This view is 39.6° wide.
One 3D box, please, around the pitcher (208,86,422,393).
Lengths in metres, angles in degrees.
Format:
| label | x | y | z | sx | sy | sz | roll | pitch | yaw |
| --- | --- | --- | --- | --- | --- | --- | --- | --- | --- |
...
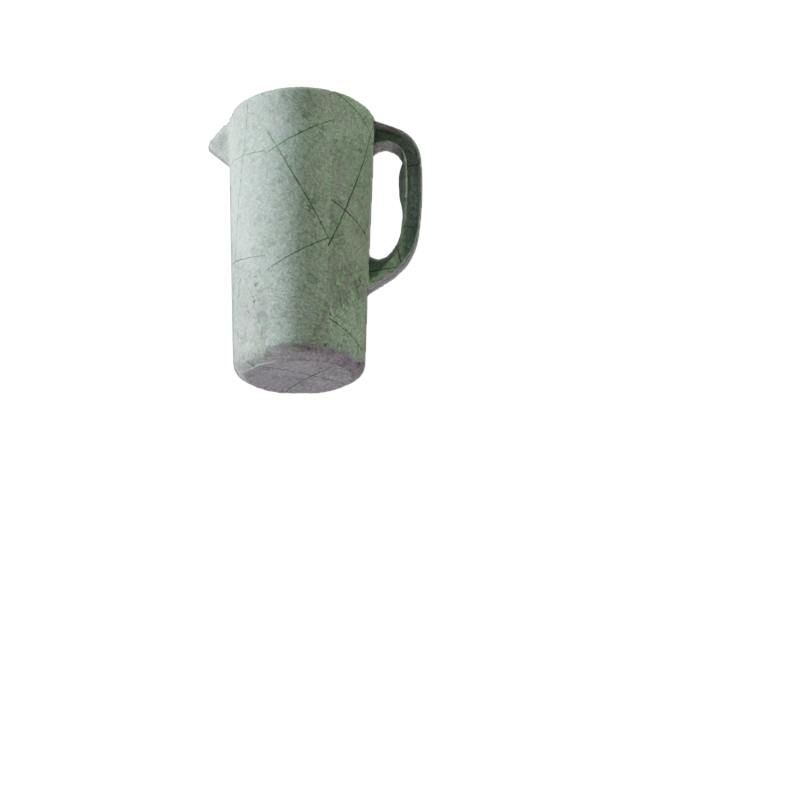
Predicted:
| label | x | y | z | sx | sy | sz | roll | pitch | yaw |
| --- | --- | --- | --- | --- | --- | --- | --- | --- | --- |
| pitcher | -0.074 | -0.135 | 0.946 | 0.136 | 0.256 | 0.150 | 20 | -30 | -41 |
